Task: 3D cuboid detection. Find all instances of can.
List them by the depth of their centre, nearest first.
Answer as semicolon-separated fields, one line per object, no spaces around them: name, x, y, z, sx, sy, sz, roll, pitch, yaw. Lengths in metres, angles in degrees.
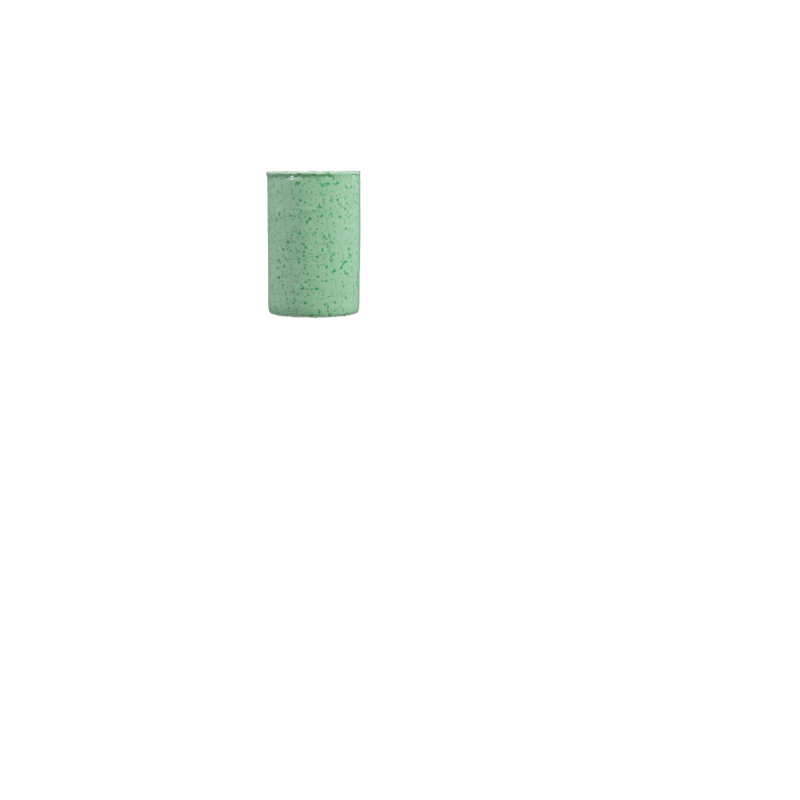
can;-0.062;-0.114;0.798;0.068;0.101;0.070;0;7;-2
